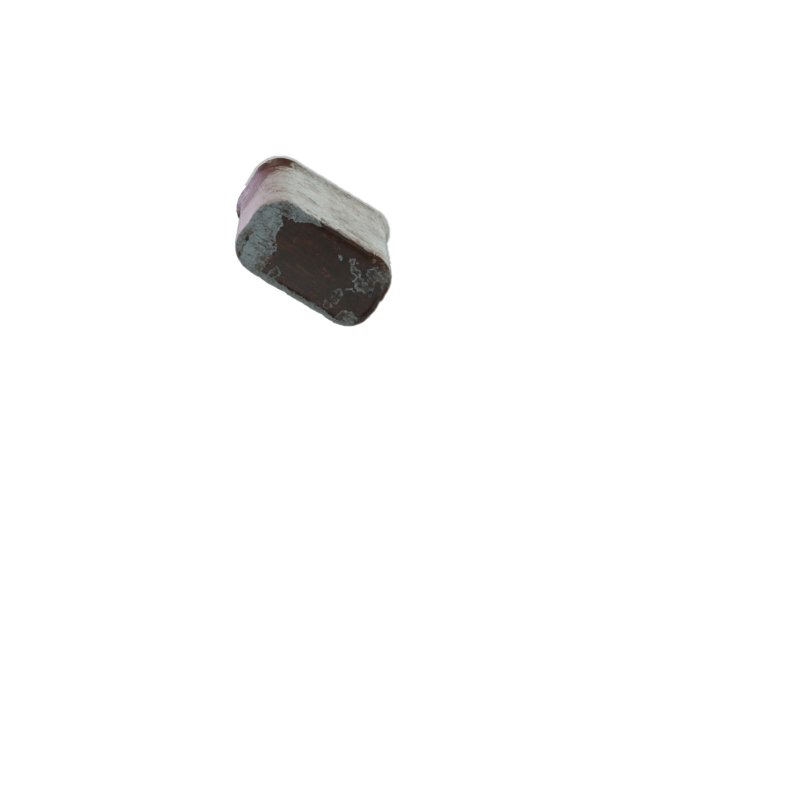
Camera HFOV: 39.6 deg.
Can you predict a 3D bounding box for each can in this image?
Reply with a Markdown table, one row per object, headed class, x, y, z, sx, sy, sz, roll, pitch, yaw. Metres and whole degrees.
| class | x | y | z | sx | sy | sz | roll | pitch | yaw |
| --- | --- | --- | --- | --- | --- | --- | --- | --- | --- |
| can | -0.055 | -0.100 | 0.702 | 0.099 | 0.056 | 0.088 | 30 | 20 | -14 |
